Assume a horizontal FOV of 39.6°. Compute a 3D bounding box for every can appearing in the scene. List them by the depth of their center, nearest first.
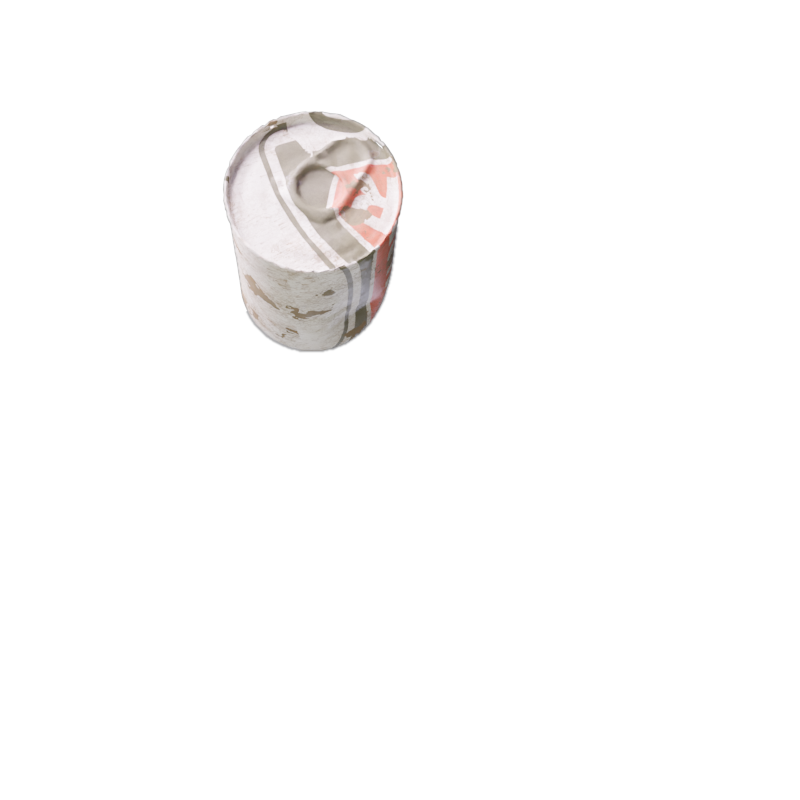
[{"bbox_3d":[-0.036,-0.066,0.463,0.068,0.072,0.098,0,-18,-3],"label":"can"}]
